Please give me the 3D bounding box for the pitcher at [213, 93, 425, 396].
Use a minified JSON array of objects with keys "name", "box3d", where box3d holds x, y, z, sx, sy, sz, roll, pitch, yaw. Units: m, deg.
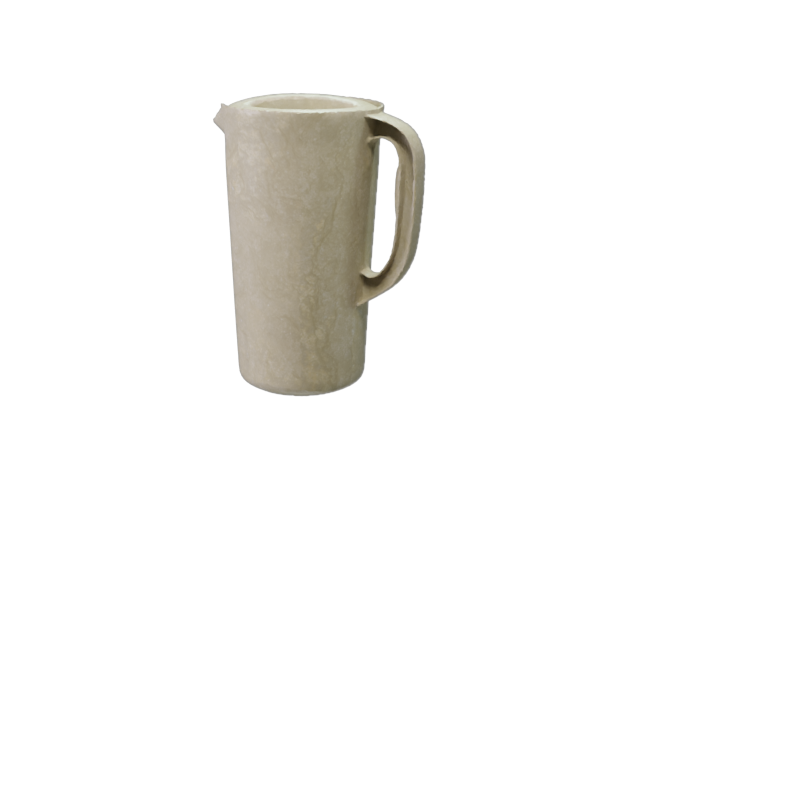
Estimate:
[{"name":"pitcher","box3d":[-0.072,-0.131,0.918,0.142,0.235,0.158,-5,17,-20]}]
